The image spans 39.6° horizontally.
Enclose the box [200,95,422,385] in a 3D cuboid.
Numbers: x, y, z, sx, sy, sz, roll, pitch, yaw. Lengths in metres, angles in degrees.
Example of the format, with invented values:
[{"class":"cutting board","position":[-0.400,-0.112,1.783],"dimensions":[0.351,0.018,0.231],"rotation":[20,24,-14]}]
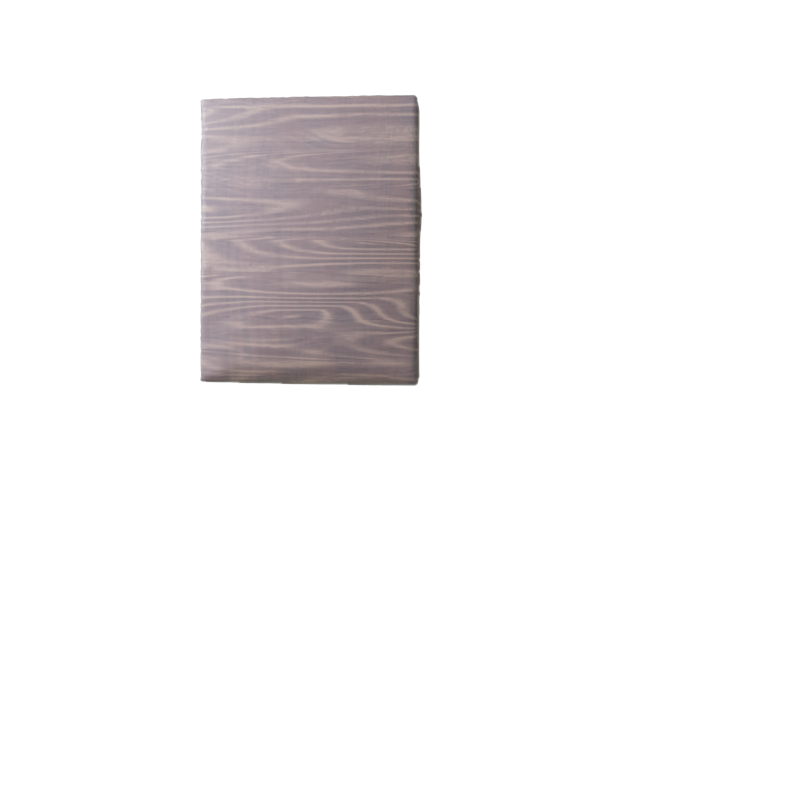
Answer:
[{"class":"box","position":[-0.066,-0.121,0.847],"dimensions":[0.165,0.214,0.071],"rotation":[0,0,6]}]
